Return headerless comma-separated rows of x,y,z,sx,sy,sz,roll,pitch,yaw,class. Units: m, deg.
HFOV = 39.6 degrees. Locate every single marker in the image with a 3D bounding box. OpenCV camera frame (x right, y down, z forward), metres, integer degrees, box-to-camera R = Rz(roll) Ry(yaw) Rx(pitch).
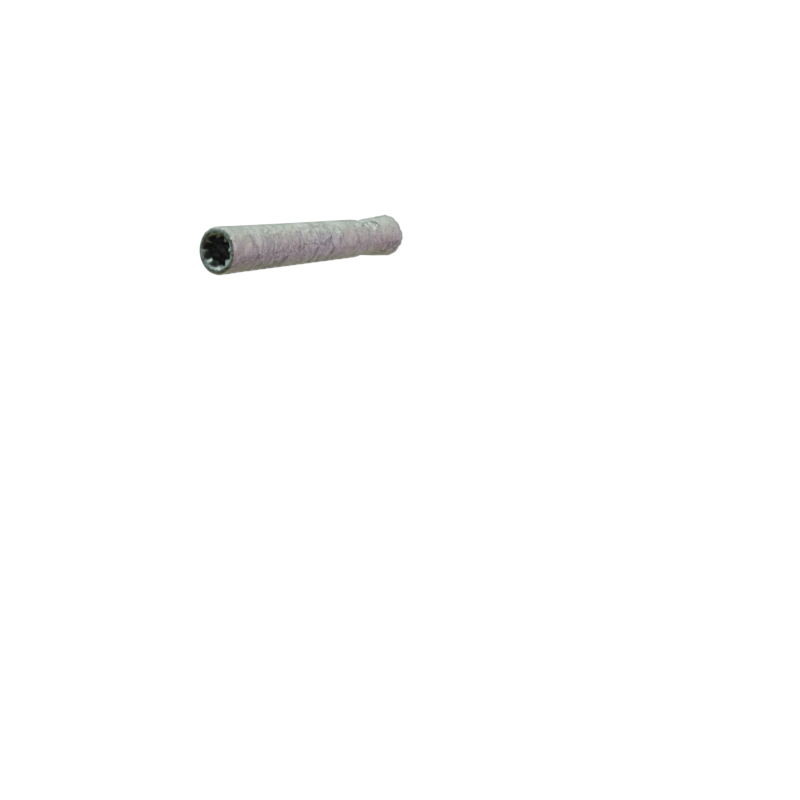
-0.037,-0.067,0.471,0.020,0.019,0.118,3,11,35,marker
